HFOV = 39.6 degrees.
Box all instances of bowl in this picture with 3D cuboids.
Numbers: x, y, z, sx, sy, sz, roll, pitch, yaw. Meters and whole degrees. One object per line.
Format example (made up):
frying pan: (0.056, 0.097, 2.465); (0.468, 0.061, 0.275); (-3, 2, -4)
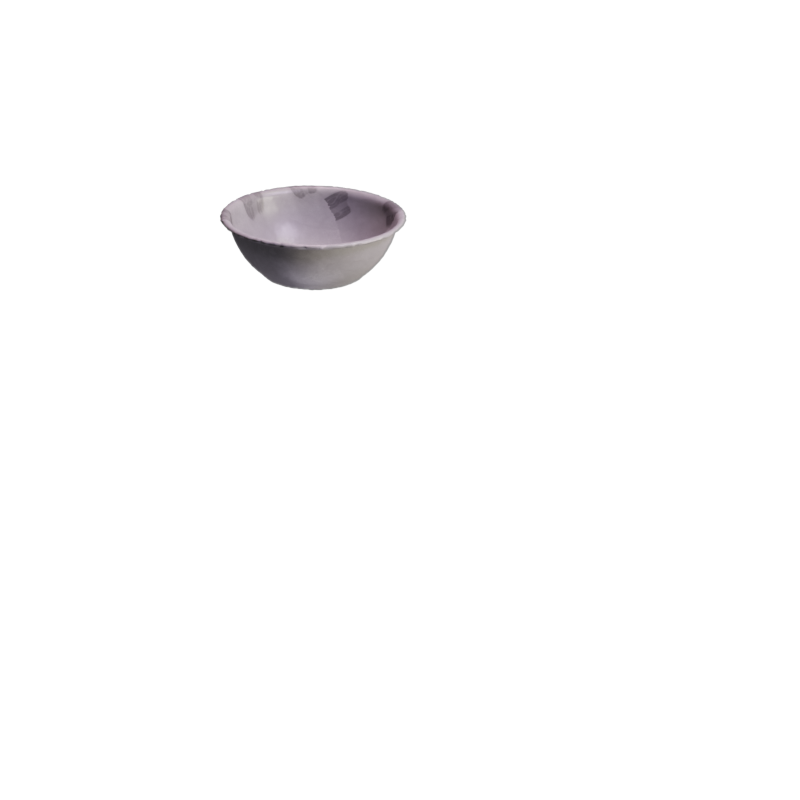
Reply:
bowl: (-0.076, -0.139, 0.973); (0.162, 0.052, 0.171); (-1, 27, -2)
